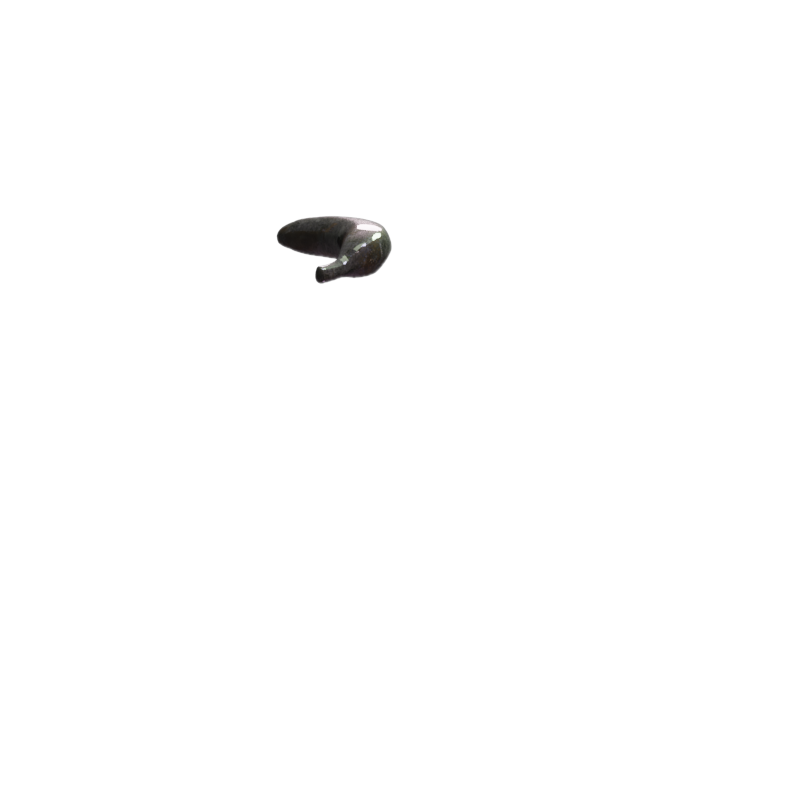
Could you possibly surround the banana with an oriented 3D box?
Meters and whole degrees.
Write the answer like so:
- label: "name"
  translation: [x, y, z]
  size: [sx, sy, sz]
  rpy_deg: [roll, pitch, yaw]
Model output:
- label: "banana"
  translation: [-0.048, -0.122, 0.856]
  size: [0.068, 0.036, 0.206]
  rpy_deg: [-3, 14, -13]
